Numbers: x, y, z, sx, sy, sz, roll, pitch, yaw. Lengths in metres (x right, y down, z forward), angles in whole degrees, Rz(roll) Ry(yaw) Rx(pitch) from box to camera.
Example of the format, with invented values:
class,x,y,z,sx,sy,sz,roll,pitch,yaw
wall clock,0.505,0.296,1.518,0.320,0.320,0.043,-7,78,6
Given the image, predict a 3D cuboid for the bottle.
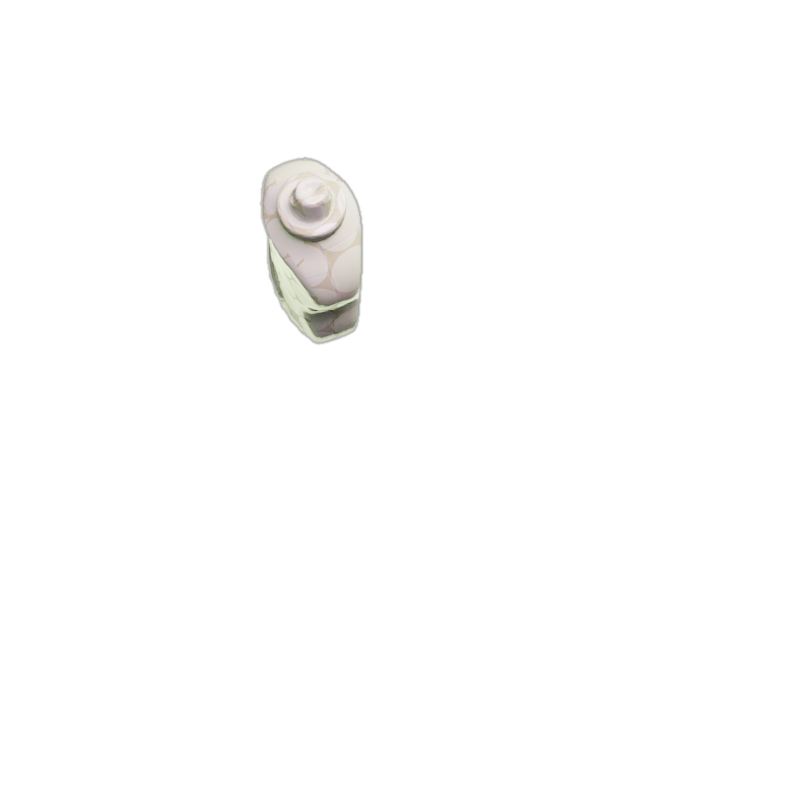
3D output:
class,x,y,z,sx,sy,sz,roll,pitch,yaw
bottle,-0.056,-0.102,0.715,0.058,0.100,0.186,-18,-10,-7
